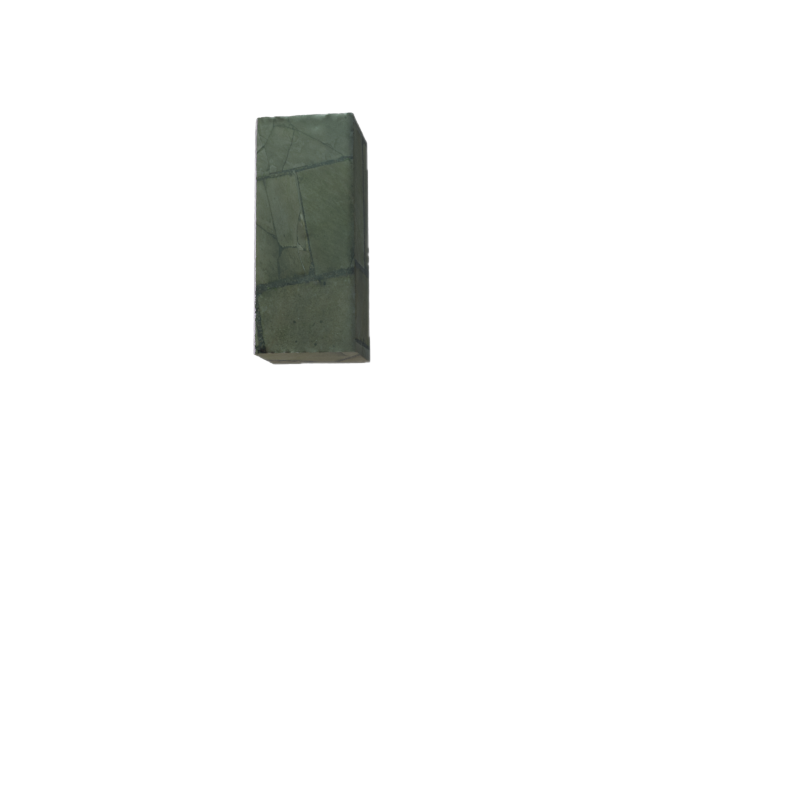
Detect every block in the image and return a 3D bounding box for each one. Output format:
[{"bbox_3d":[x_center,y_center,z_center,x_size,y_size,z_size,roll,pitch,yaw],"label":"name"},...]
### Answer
[{"bbox_3d":[-0.077,-0.139,0.976,0.091,0.212,0.087,-2,-11,7],"label":"block"}]
